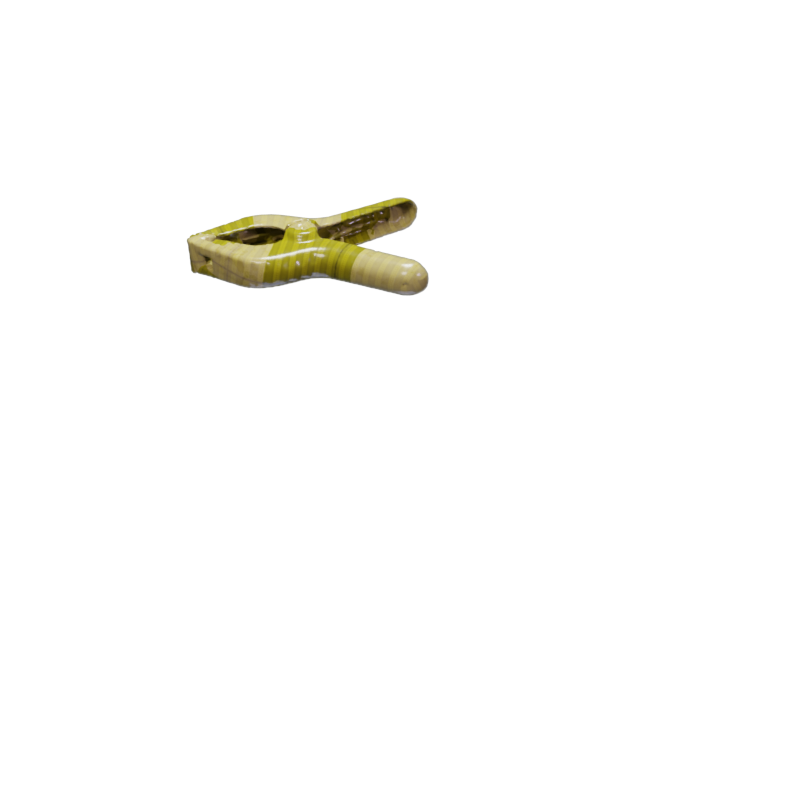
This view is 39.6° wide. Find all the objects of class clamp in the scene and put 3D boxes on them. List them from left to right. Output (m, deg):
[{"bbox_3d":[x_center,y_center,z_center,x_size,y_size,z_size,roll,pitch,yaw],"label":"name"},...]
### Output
[{"bbox_3d":[-0.062,-0.113,0.792,0.173,0.037,0.125,4,28,7],"label":"clamp"}]
